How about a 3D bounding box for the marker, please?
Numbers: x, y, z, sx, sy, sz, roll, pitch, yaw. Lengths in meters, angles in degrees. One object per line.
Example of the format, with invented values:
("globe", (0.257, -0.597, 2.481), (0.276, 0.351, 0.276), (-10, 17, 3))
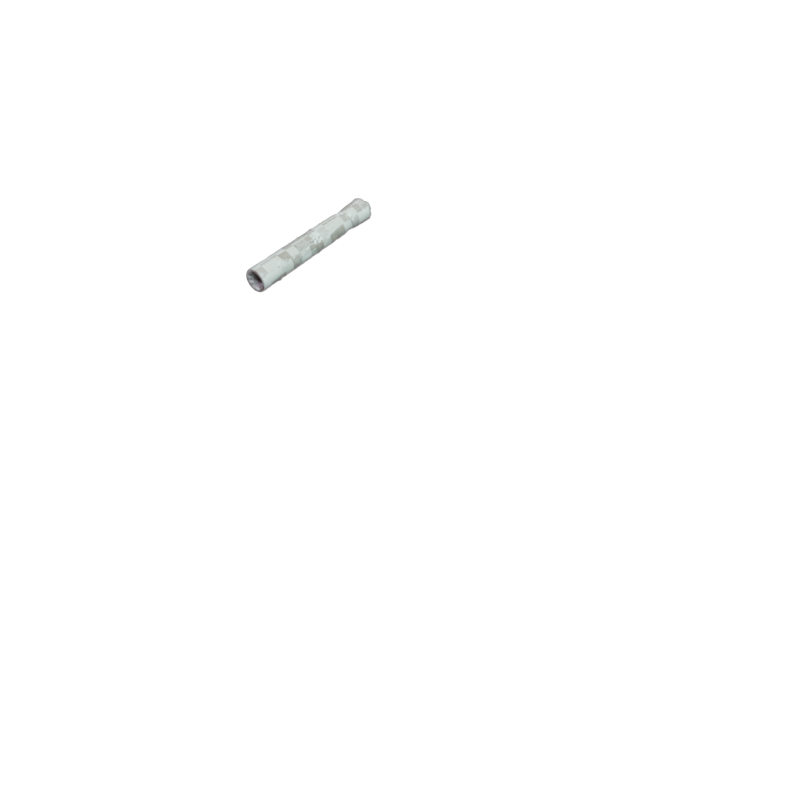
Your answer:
("marker", (-0.063, -0.115, 0.803), (0.021, 0.019, 0.122), (3, 34, 45))
